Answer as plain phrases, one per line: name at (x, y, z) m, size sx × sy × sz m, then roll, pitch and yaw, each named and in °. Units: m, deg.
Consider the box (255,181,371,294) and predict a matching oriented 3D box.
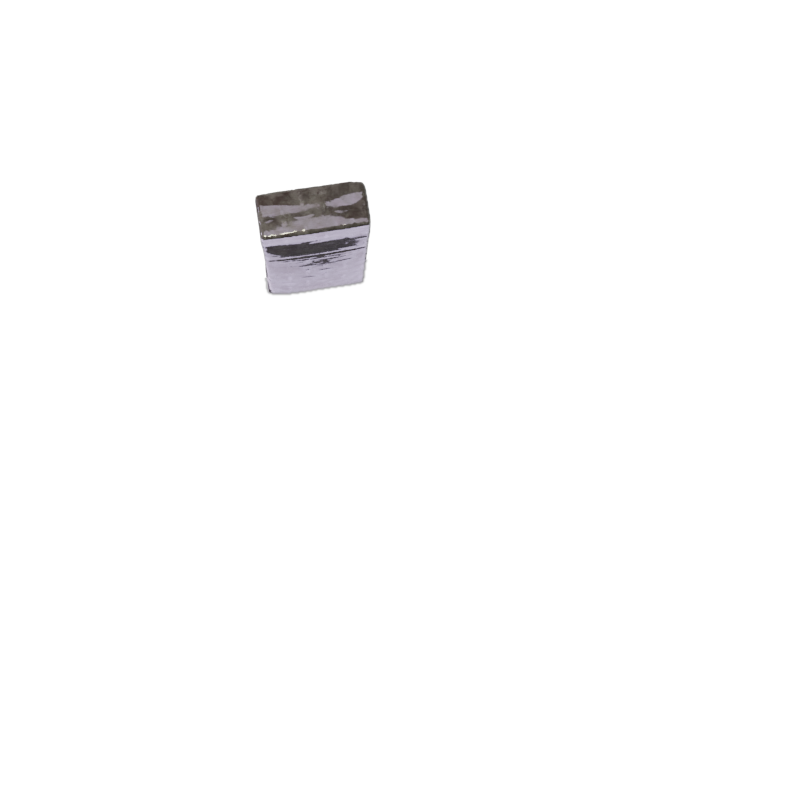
box at (-0.077, -0.141, 0.983) m, size 0.093 × 0.050 × 0.170 m, roll -8°, pitch -13°, yaw -5°
